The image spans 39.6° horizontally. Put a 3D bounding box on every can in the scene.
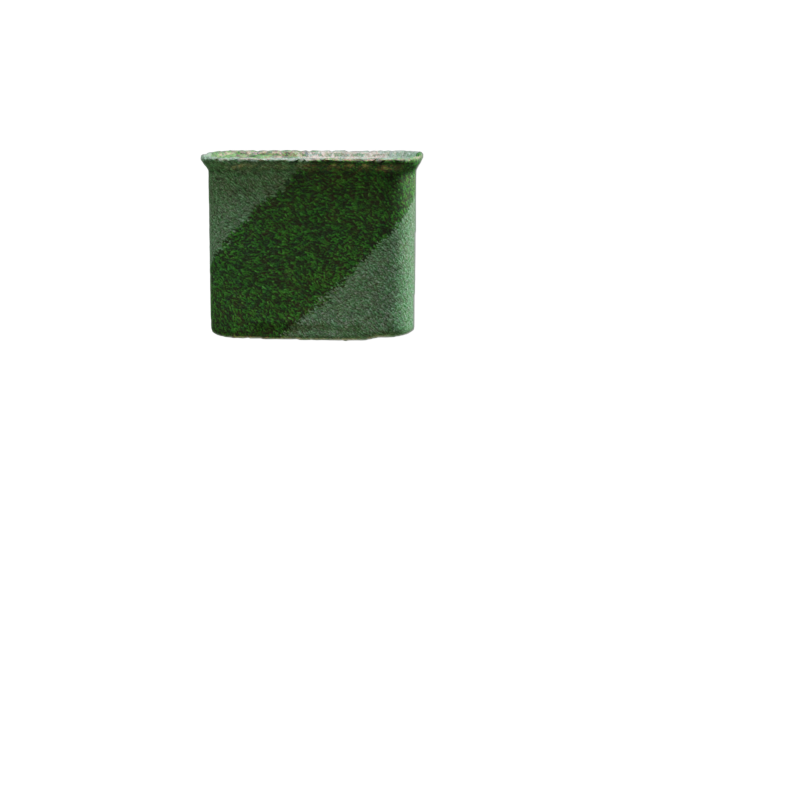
[{"bbox_3d":[-0.041,-0.075,0.522,0.103,0.082,0.058,2,11,5],"label":"can"}]
